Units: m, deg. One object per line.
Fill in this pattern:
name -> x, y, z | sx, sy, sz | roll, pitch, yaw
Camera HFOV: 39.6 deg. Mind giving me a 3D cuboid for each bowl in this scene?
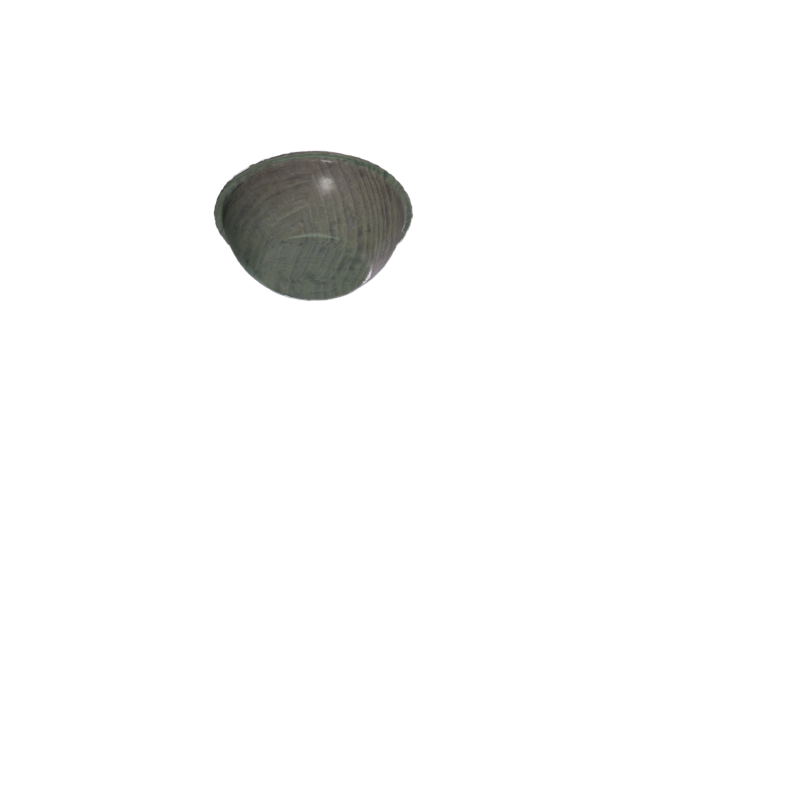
bowl -> -0.069, -0.127, 0.887 | 0.162, 0.059, 0.152 | 1, -31, -2
